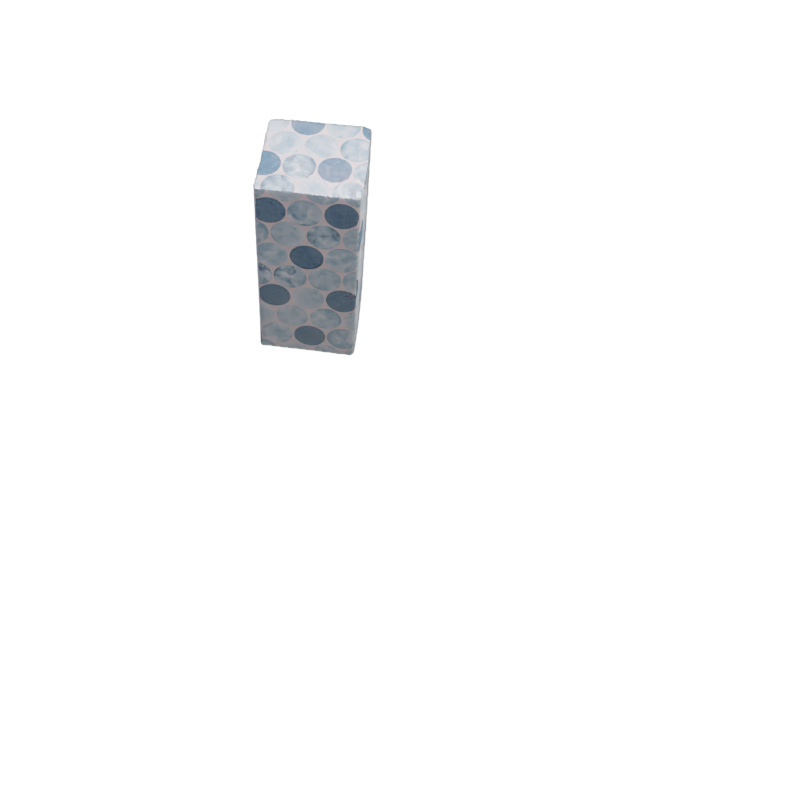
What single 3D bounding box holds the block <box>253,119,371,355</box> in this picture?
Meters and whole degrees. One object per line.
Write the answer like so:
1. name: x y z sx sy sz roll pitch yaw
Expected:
1. block: -0.077 -0.142 0.992 0.091 0.096 0.192 6 -38 1
